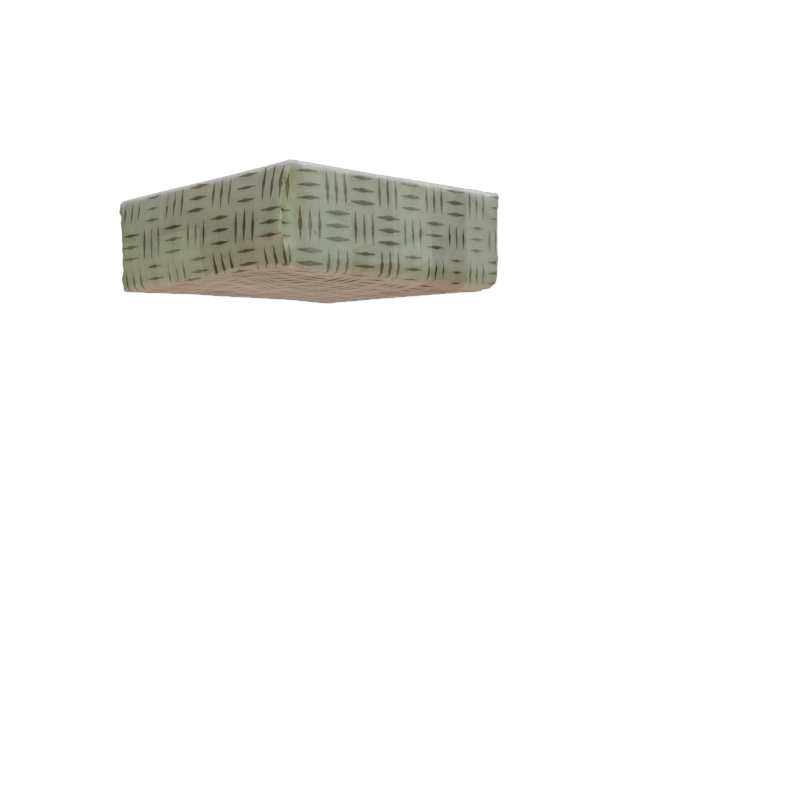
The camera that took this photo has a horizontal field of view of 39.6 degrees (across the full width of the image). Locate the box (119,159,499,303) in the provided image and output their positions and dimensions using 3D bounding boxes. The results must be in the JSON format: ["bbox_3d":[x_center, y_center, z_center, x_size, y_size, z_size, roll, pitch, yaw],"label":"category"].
[{"bbox_3d":[-0.032,-0.058,0.405,0.093,0.039,0.108,-1,-2,43],"label":"box"}]
